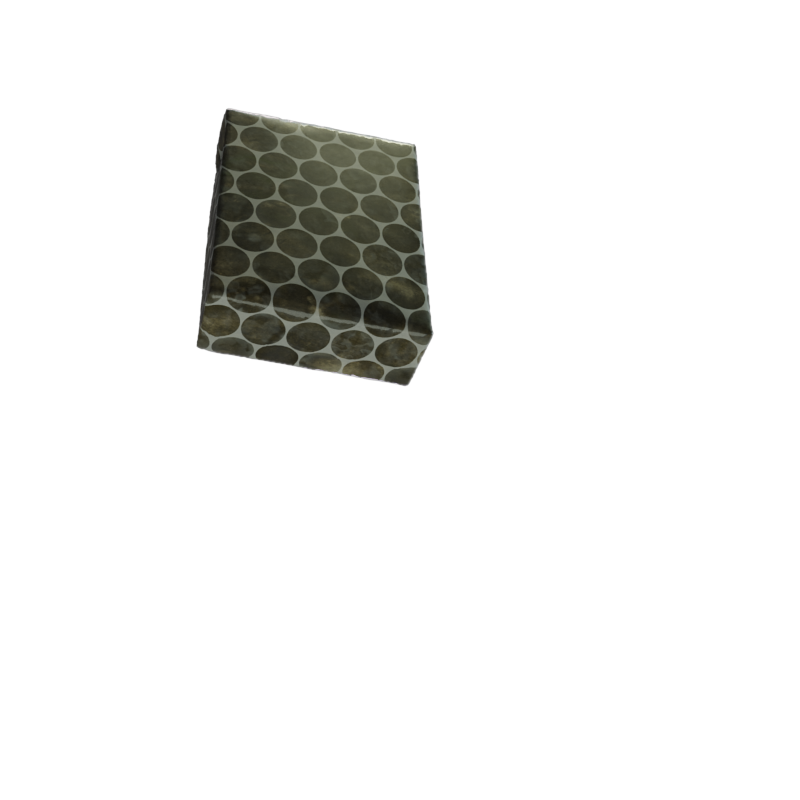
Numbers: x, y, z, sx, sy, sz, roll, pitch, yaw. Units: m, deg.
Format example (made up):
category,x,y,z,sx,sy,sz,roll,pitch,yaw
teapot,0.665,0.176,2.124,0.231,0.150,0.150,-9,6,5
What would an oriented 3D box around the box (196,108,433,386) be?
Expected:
category,x,y,z,sx,sy,sz,roll,pitch,yaw
box,-0.068,-0.123,0.862,0.161,0.230,0.068,8,-44,-12
